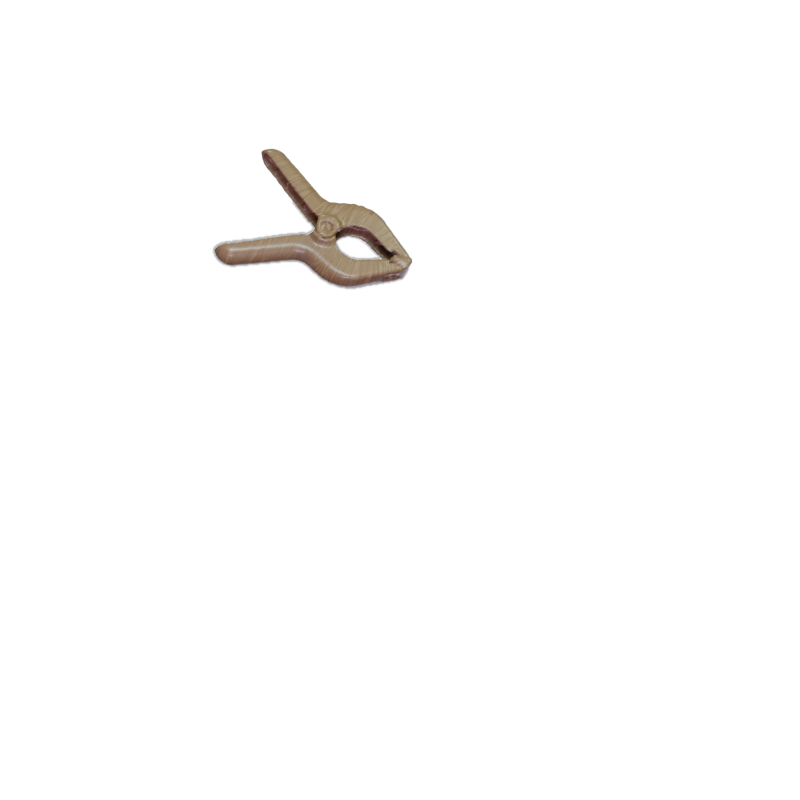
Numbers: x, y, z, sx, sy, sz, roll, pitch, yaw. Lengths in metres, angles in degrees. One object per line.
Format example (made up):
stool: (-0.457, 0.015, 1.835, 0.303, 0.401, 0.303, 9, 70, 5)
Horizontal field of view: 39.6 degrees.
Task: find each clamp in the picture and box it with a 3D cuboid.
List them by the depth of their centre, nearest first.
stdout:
clamp: (-0.078, -0.141, 0.991, 0.175, 0.123, 0.037, 29, -16, 9)
